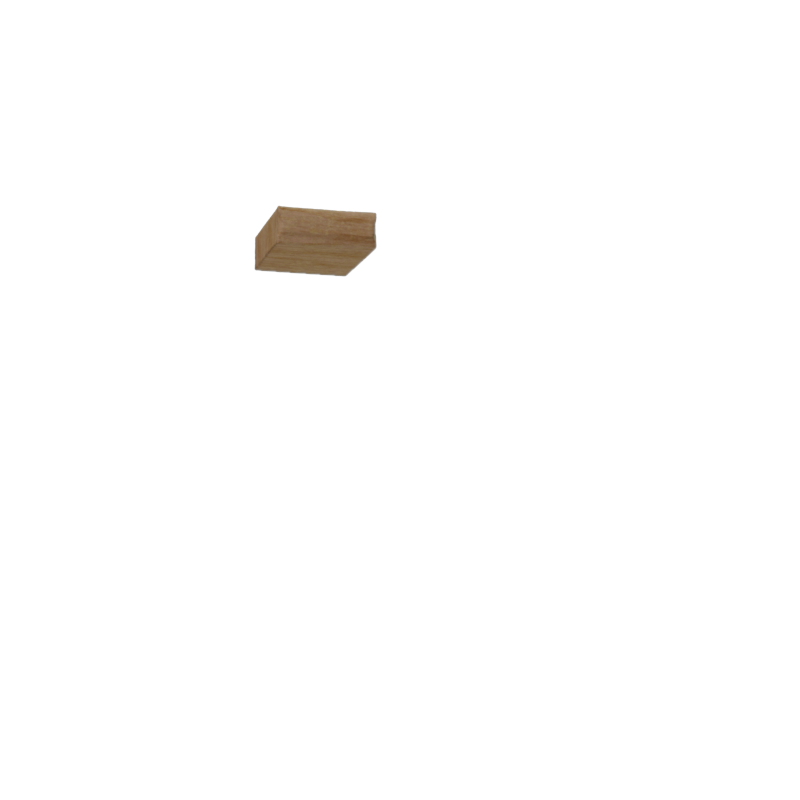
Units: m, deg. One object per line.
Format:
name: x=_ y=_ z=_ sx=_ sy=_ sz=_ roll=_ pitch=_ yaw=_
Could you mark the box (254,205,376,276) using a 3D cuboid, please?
box: x=-0.064 y=-0.116 z=0.813 sx=0.072 sy=0.031 sz=0.088 roll=2 pitch=-9 yaw=-15
